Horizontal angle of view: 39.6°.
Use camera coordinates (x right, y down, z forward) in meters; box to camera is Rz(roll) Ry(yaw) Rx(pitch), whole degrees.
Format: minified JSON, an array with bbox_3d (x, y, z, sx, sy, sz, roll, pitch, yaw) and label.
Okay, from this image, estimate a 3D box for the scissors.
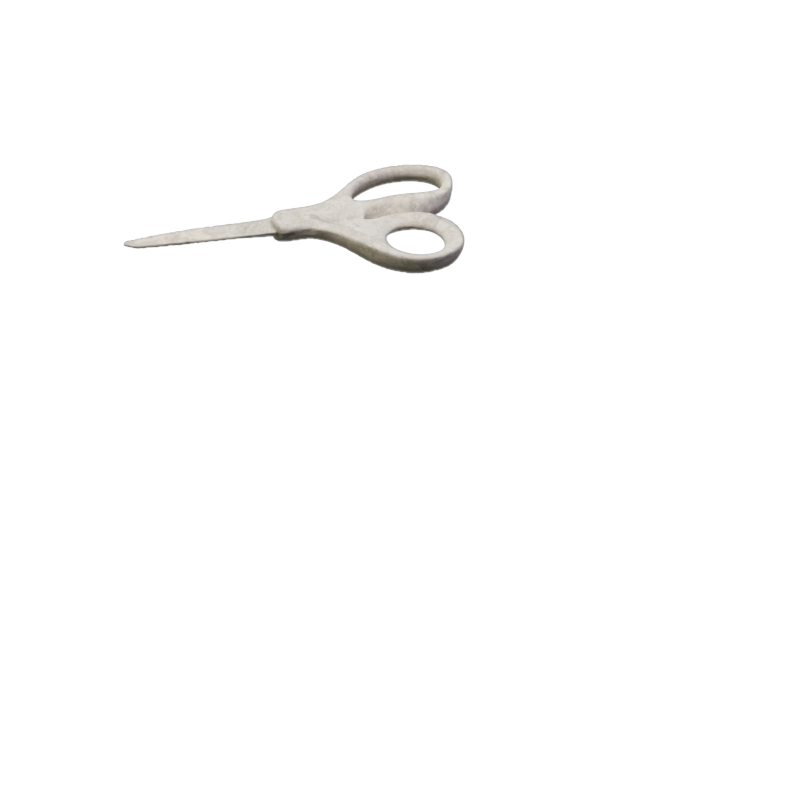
[{"bbox_3d":[-0.051,-0.093,0.649,0.200,0.015,0.104,-21,50,-19],"label":"scissors"}]
